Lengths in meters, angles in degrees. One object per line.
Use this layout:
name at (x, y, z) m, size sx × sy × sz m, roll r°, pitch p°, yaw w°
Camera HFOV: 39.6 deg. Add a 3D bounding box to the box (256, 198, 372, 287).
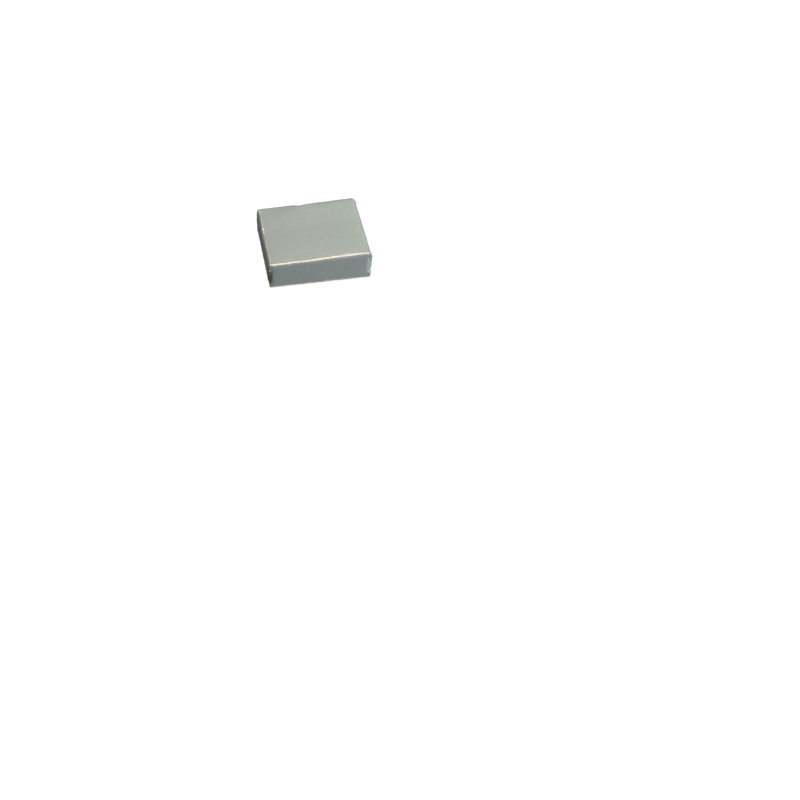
box at (-0.074, -0.135, 0.948) m, size 0.088 × 0.079 × 0.028 m, roll -8°, pitch -42°, yaw -8°
